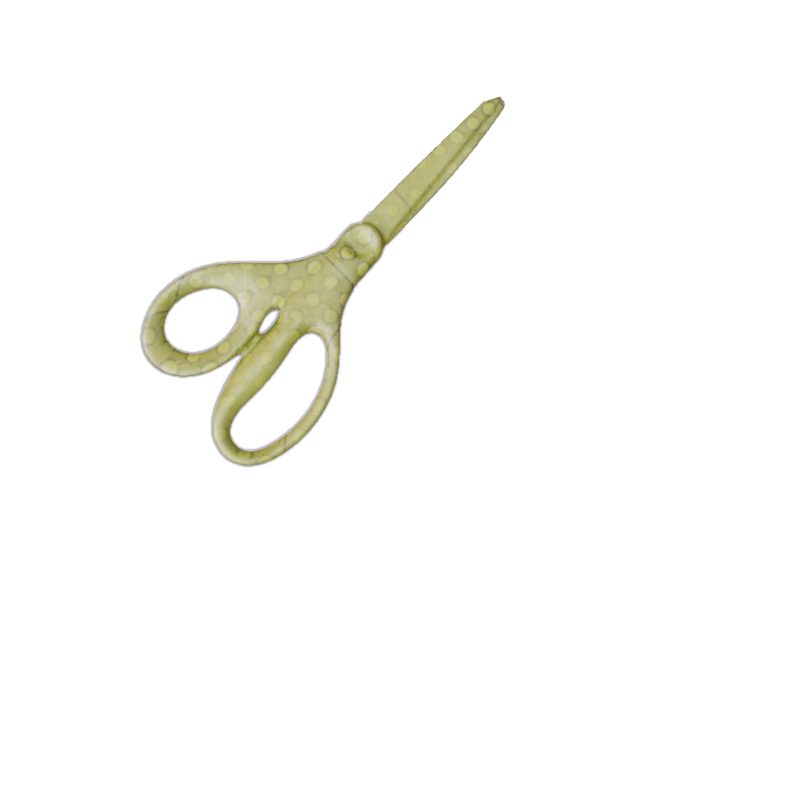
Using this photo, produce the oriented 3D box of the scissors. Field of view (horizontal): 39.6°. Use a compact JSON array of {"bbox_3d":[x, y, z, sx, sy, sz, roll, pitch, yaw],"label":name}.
[{"bbox_3d":[-0.038,-0.070,0.490,0.098,0.206,0.015,25,-15,7],"label":"scissors"}]
